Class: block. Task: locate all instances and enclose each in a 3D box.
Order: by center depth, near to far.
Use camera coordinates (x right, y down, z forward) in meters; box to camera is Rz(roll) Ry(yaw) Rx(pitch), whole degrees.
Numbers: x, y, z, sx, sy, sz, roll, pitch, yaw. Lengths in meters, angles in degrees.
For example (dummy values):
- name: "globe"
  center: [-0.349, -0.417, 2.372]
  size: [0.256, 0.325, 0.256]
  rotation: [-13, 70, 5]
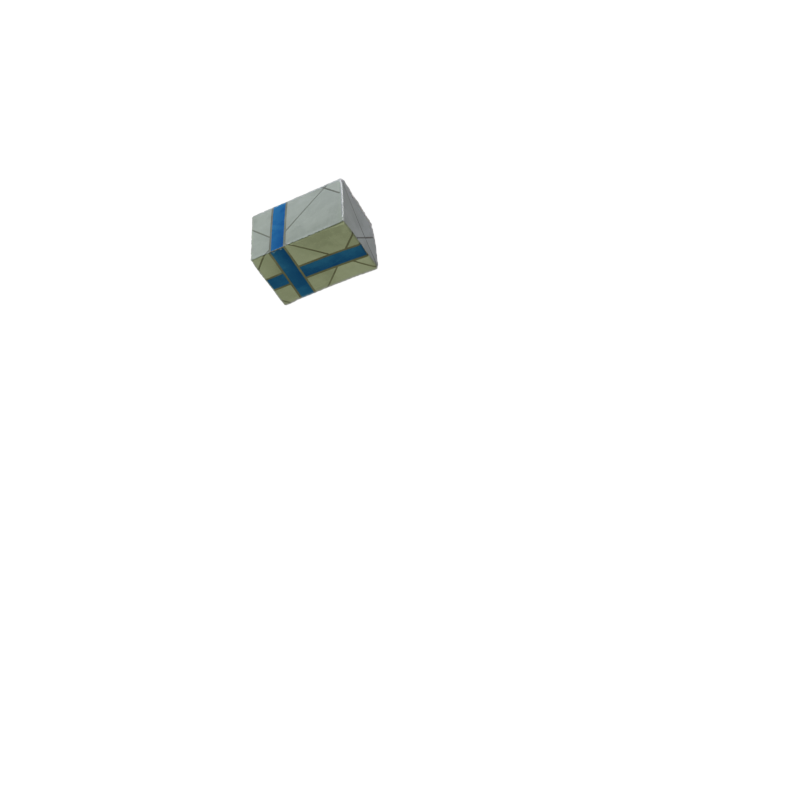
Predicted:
- name: "block"
  center: [-0.063, -0.115, 0.802]
  size: [0.078, 0.055, 0.049]
  rotation: [-20, -48, 17]
